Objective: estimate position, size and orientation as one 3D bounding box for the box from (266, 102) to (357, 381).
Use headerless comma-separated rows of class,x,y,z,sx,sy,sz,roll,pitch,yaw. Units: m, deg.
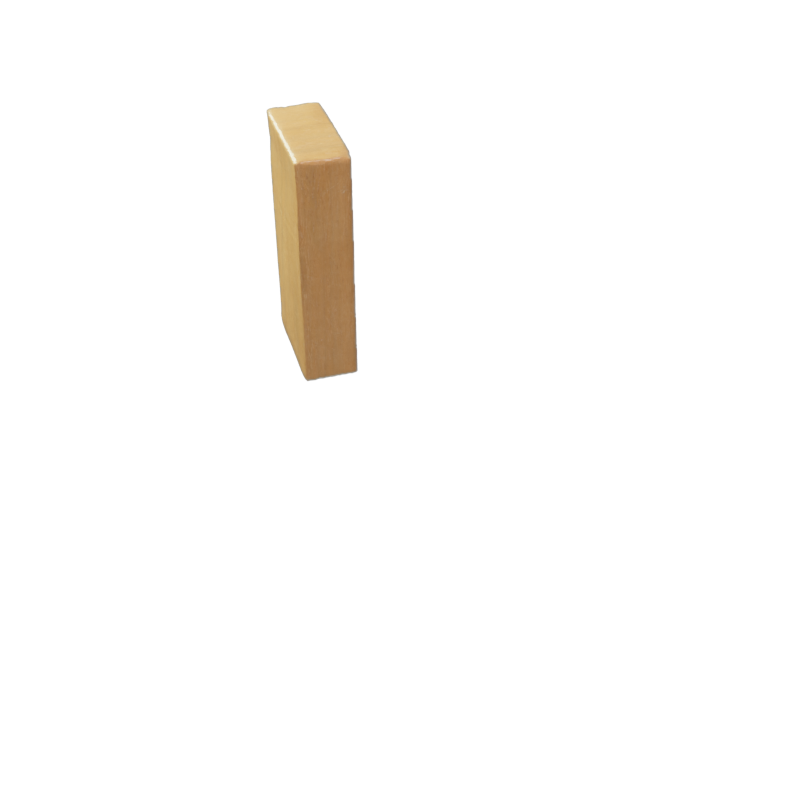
box,-0.061,-0.113,0.789,0.047,0.165,0.101,-7,35,-15
